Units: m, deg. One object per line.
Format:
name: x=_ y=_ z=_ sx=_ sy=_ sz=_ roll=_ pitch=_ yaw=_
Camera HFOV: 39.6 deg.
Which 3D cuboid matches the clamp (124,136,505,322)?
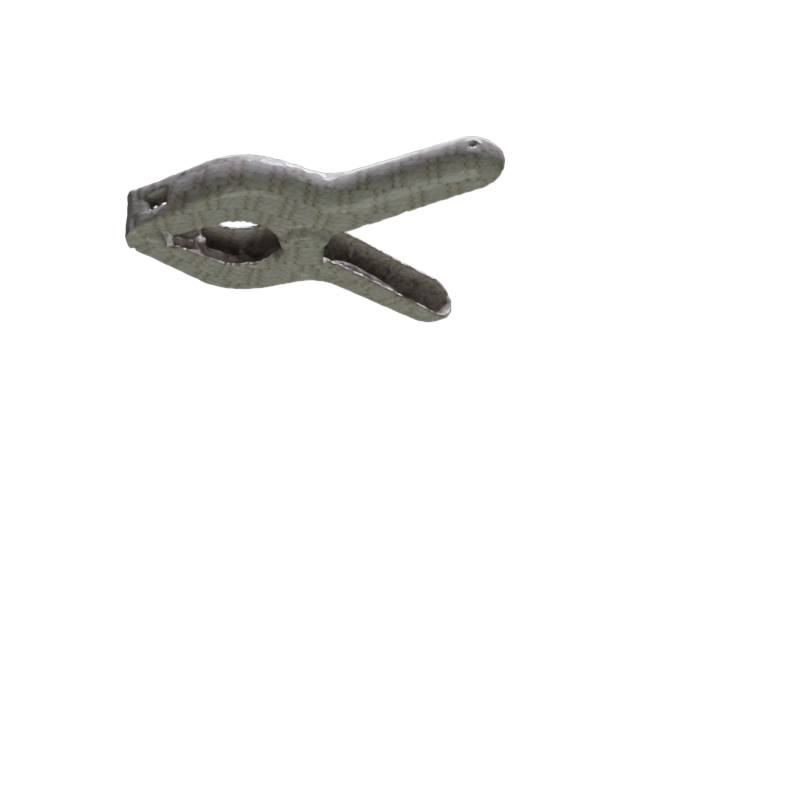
clamp: x=-0.041 y=-0.075 z=0.527 sx=0.171 sy=0.042 sz=0.112 roll=0 pitch=-42 yaw=0
